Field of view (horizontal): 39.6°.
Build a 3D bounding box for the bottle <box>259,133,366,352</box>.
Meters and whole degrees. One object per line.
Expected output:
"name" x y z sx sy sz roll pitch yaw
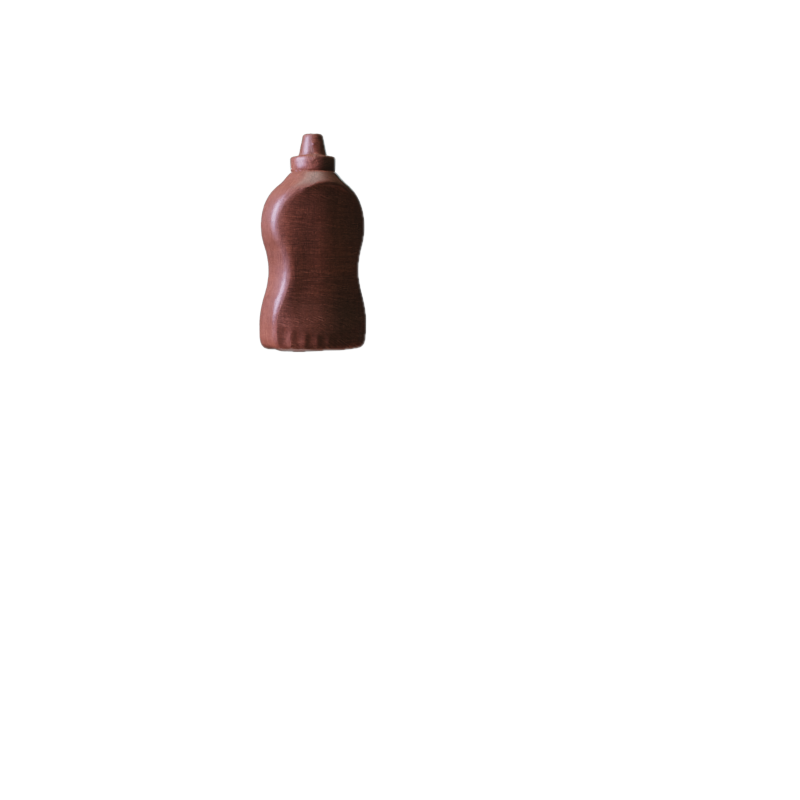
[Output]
"bottle" -0.078 -0.141 0.988 0.093 0.192 0.060 0 0 -29
